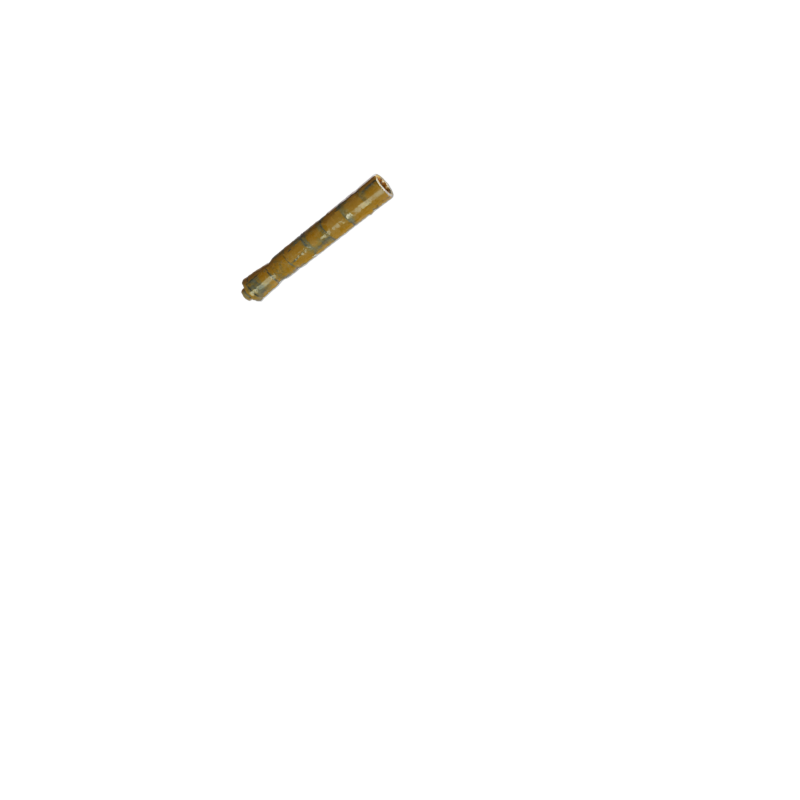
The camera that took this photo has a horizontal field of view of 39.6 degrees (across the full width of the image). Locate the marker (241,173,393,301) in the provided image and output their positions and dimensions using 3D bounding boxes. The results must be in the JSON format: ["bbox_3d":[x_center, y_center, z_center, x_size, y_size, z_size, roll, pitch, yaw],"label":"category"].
[{"bbox_3d":[-0.056,-0.102,0.714,0.120,0.020,0.019,-36,-9,19],"label":"marker"}]
